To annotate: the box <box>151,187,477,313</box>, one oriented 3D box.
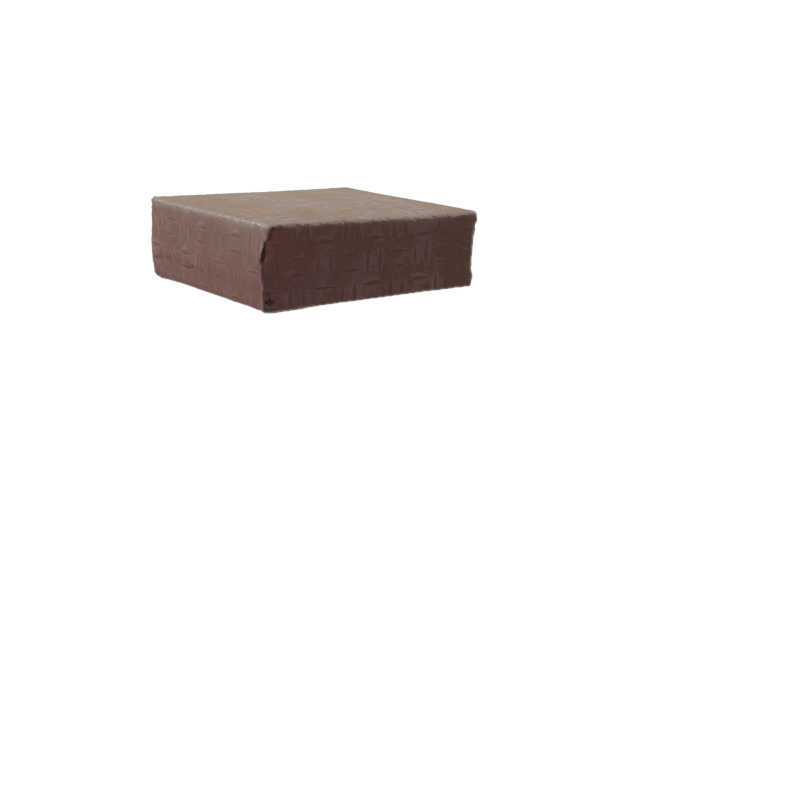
[{"bbox_3d":[-0.038,-0.068,0.479,0.111,0.038,0.095,-13,21,-38],"label":"box"}]
